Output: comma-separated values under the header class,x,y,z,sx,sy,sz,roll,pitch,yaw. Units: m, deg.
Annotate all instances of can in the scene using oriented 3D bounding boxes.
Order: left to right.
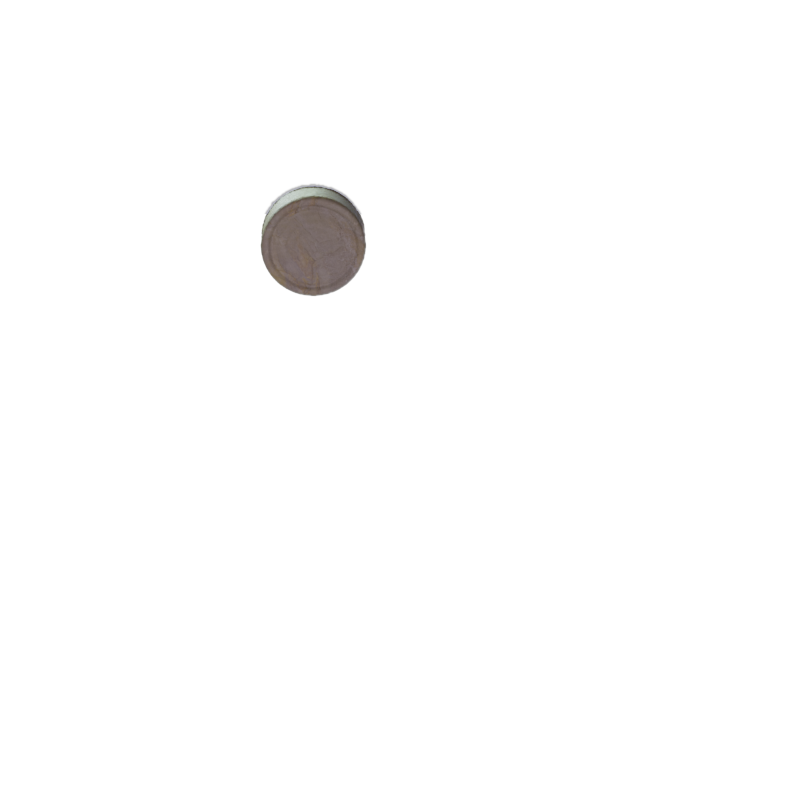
class,x,y,z,sx,sy,sz,roll,pitch,yaw
can,-0.071,-0.129,0.901,0.086,0.082,0.035,0,20,-1
